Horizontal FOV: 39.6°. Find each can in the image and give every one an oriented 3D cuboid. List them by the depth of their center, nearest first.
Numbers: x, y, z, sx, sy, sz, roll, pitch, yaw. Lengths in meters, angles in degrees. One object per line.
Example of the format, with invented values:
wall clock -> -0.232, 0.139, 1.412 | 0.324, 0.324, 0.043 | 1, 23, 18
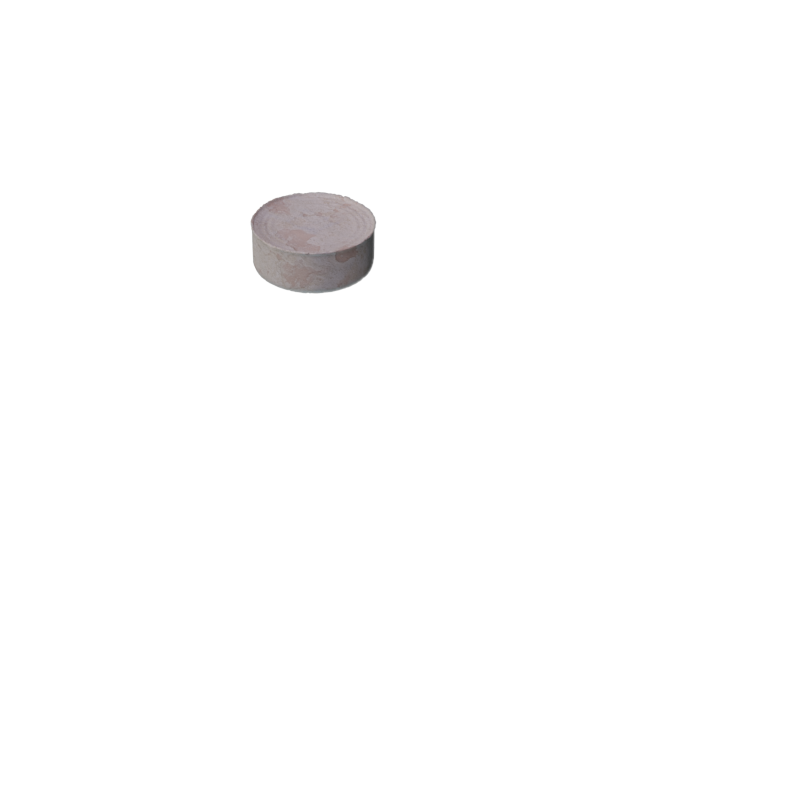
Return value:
can -> -0.060, -0.109, 0.766 | 0.086, 0.031, 0.092 | -1, 36, -2
